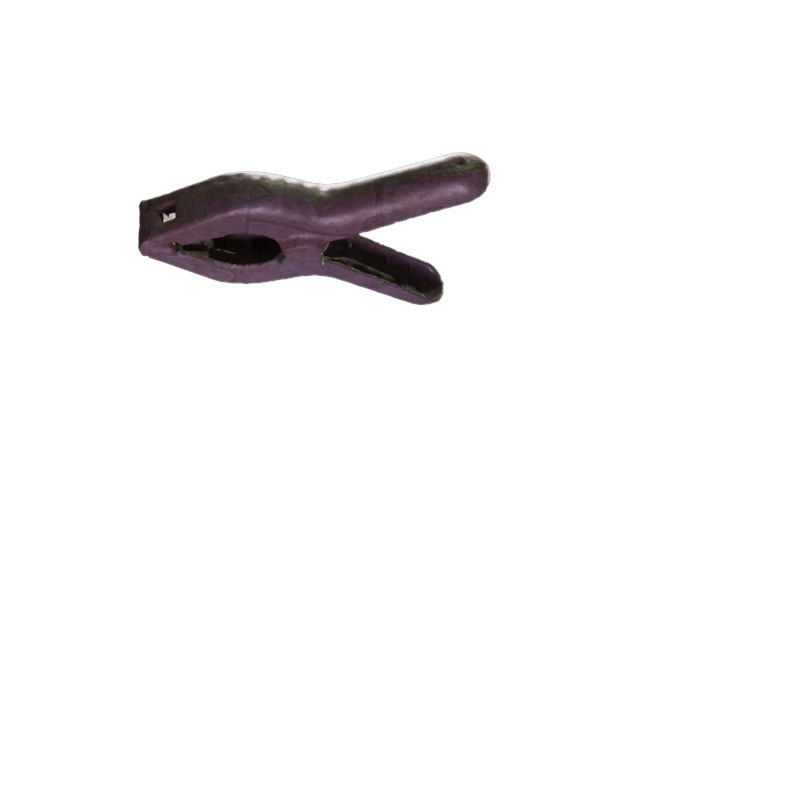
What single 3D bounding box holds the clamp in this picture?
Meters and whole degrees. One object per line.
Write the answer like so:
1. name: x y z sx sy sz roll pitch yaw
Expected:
1. clamp: -0.044 -0.081 0.566 0.172 0.042 0.112 -1 -33 1
